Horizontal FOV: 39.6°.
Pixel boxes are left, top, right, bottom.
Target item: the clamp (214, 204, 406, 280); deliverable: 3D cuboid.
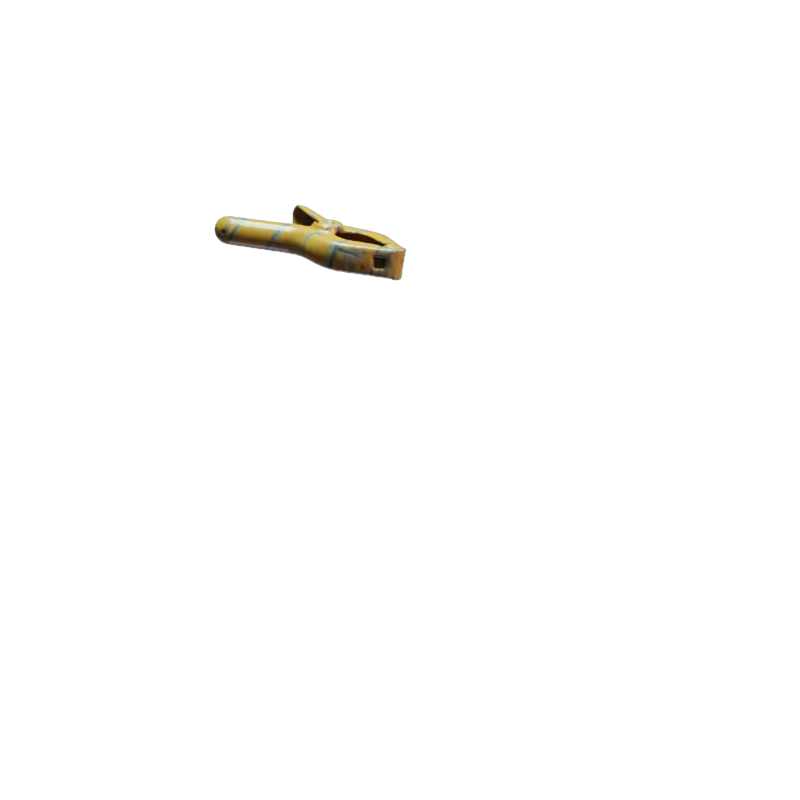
[{"bbox_3d":[-0.076,-0.138,0.970,0.118,0.037,0.182,-20,30,-39],"label":"clamp"}]
